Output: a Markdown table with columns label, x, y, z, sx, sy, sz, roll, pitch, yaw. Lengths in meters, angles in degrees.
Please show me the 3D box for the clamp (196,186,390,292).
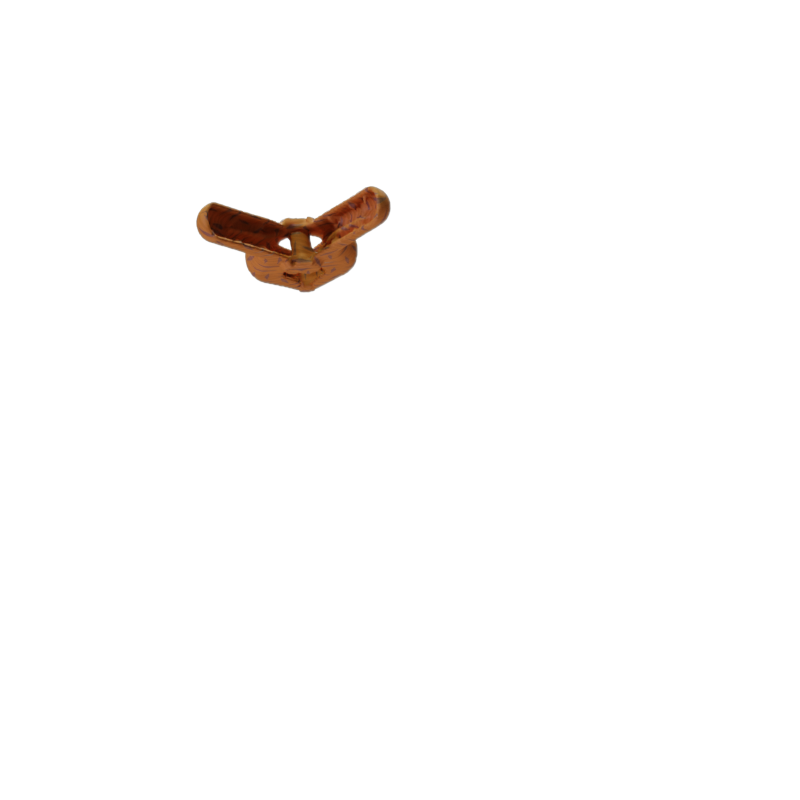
| label | x | y | z | sx | sy | sz | roll | pitch | yaw |
| --- | --- | --- | --- | --- | --- | --- | --- | --- | --- |
| clamp | -0.059 | -0.108 | 0.753 | 0.121 | 0.040 | 0.166 | -1 | -5 | 8 |
